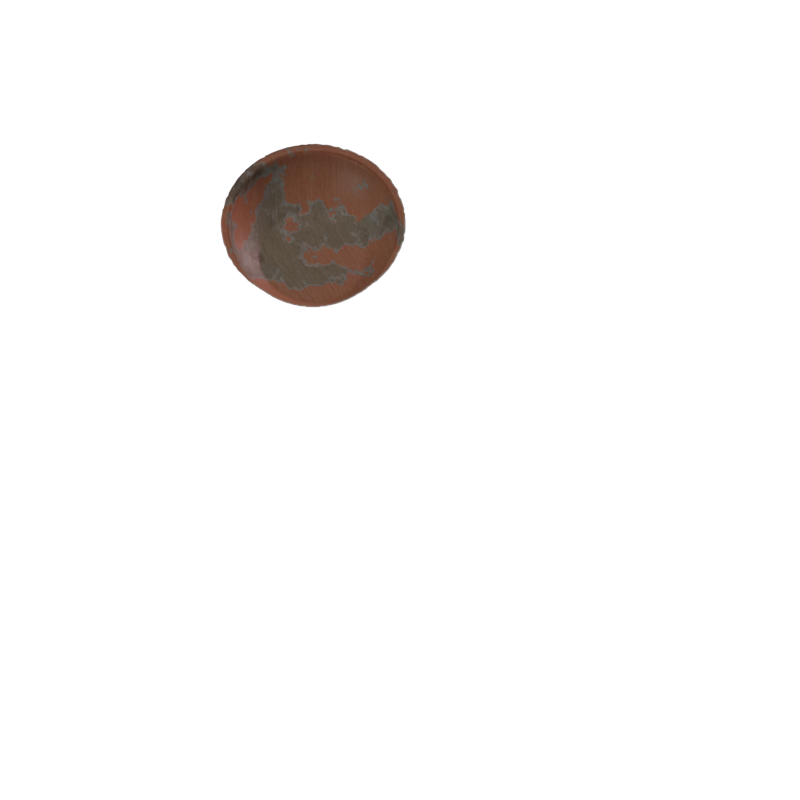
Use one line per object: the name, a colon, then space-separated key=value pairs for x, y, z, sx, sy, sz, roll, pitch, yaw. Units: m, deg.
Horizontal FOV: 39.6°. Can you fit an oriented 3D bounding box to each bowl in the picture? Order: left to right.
bowl: x=-0.074 y=-0.135 z=0.949 sx=0.162 sy=0.152 sz=0.059 roll=1 pitch=34 yaw=-1
